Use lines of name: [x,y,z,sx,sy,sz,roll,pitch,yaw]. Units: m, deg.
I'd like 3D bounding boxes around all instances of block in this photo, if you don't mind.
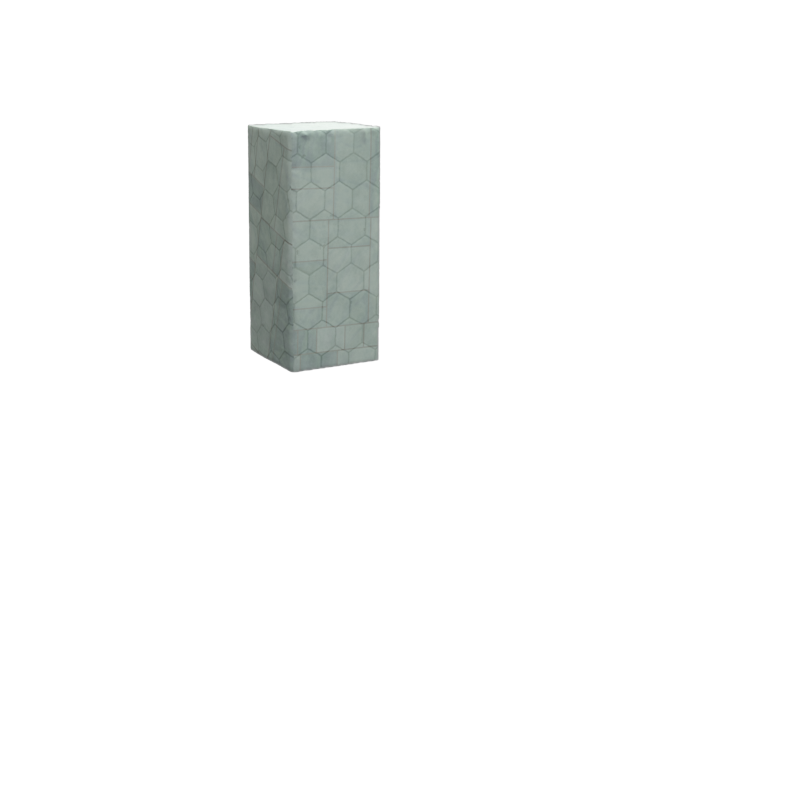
block: [-0.077,-0.140,0.980,0.088,0.201,0.095,-6,13,-29]
